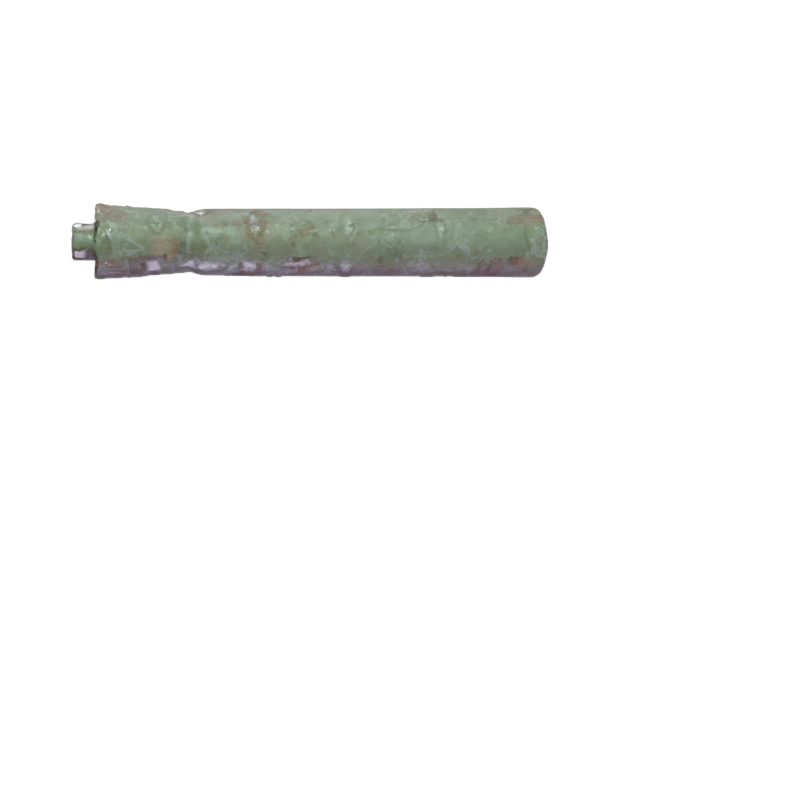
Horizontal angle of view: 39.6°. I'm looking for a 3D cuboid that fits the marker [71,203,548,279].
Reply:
[{"bbox_3d":[-0.022,-0.041,0.284,0.119,0.020,0.020,-2,4,-11],"label":"marker"}]
